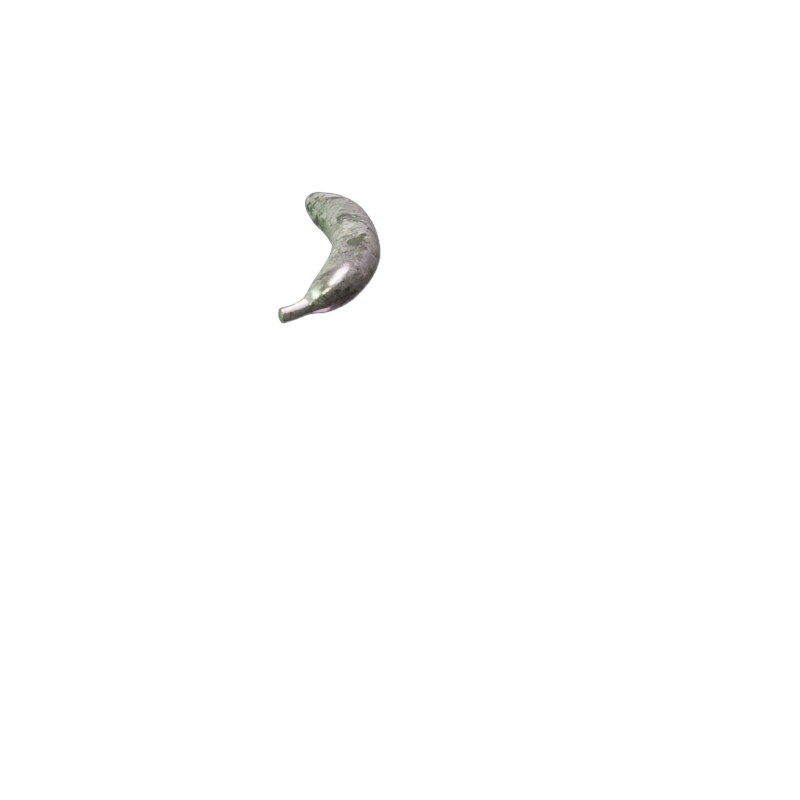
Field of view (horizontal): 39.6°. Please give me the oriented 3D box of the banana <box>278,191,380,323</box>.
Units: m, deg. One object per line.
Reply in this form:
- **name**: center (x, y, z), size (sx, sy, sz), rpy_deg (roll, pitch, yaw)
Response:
- **banana**: center (-0.049, -0.120, 0.861), size (0.070, 0.035, 0.209), rpy_deg (2, 32, 2)
